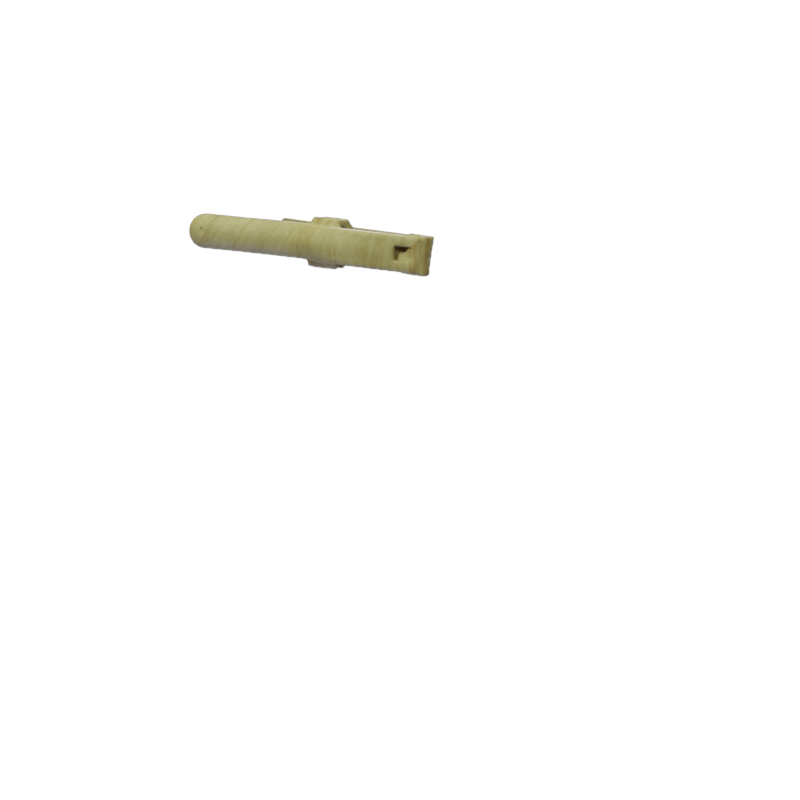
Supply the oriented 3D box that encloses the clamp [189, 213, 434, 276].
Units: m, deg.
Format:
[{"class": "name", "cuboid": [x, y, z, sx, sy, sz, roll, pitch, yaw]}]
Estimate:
[{"class": "clamp", "cuboid": [-0.061, -0.112, 0.783, 0.180, 0.038, 0.117, 11, 17, 40]}]
